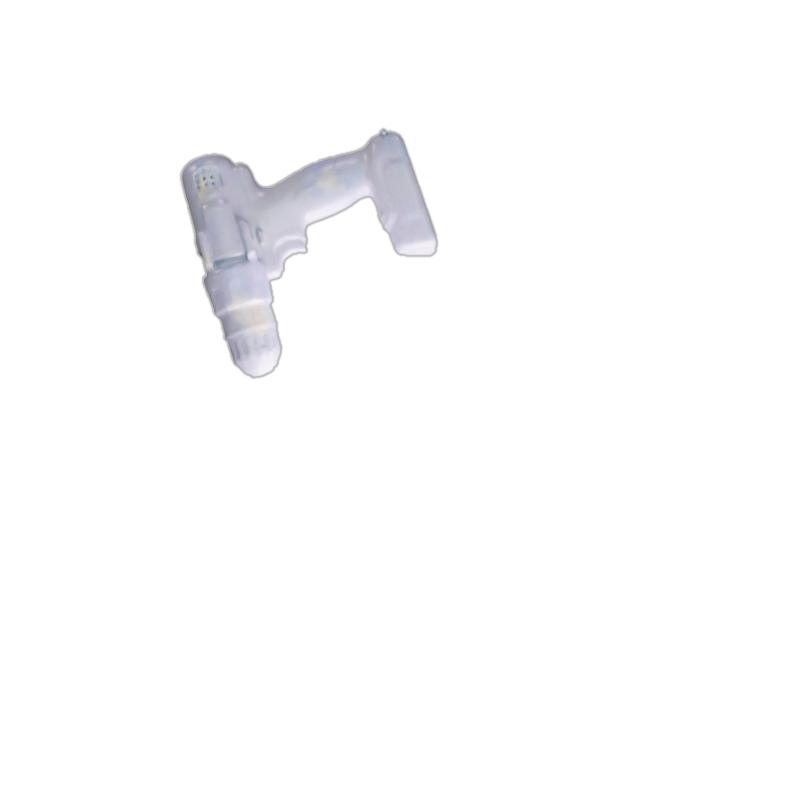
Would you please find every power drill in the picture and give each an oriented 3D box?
[{"bbox_3d":[-0.070,-0.127,0.892,0.187,0.189,0.056,-16,-9,-3],"label":"power drill"}]
